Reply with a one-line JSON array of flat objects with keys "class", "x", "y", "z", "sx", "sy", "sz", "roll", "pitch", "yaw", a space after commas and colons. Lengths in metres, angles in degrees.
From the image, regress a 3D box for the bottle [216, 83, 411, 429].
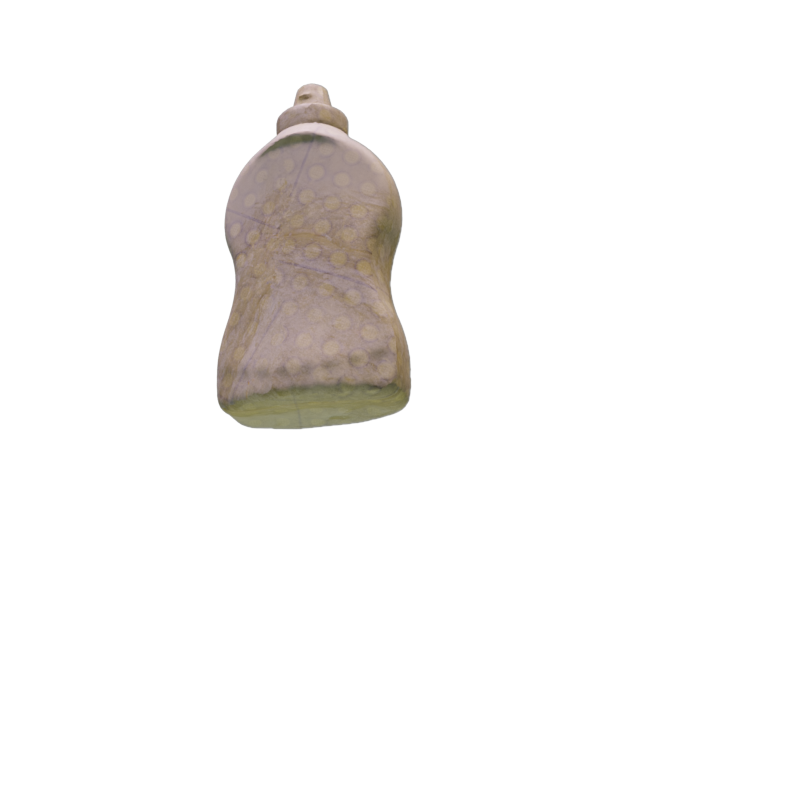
[{"class": "bottle", "x": -0.047, "y": -0.085, "z": 0.593, "sx": 0.097, "sy": 0.203, "sz": 0.054, "roll": -9, "pitch": -26, "yaw": 16}]
